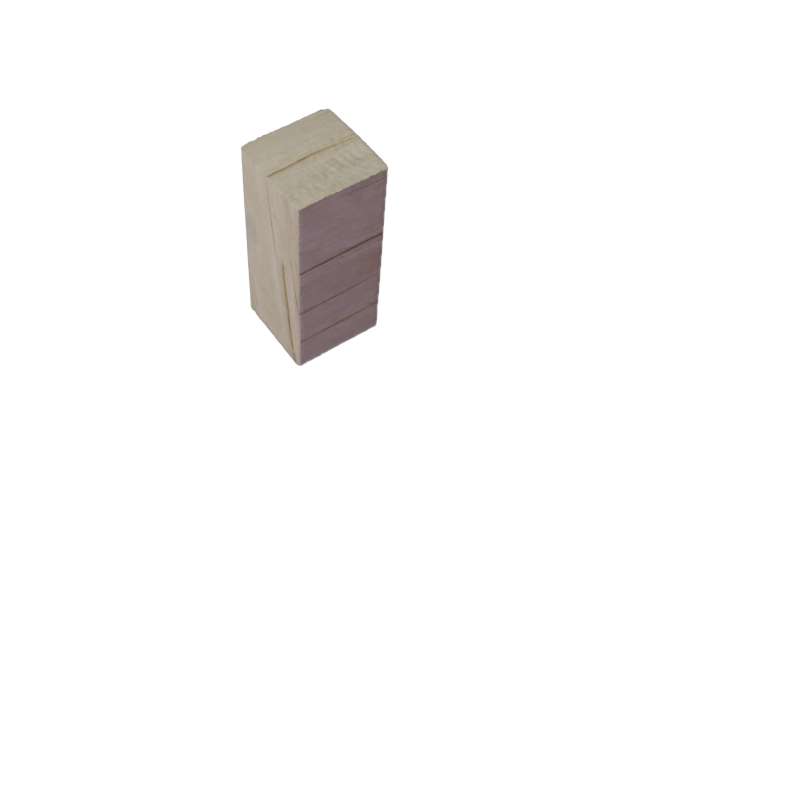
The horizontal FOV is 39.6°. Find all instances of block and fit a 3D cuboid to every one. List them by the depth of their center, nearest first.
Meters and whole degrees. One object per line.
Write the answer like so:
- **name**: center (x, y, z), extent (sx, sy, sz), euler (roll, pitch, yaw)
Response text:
- **block**: center (-0.076, -0.139, 0.969), extent (0.090, 0.097, 0.192), euler (-28, -30, -23)
